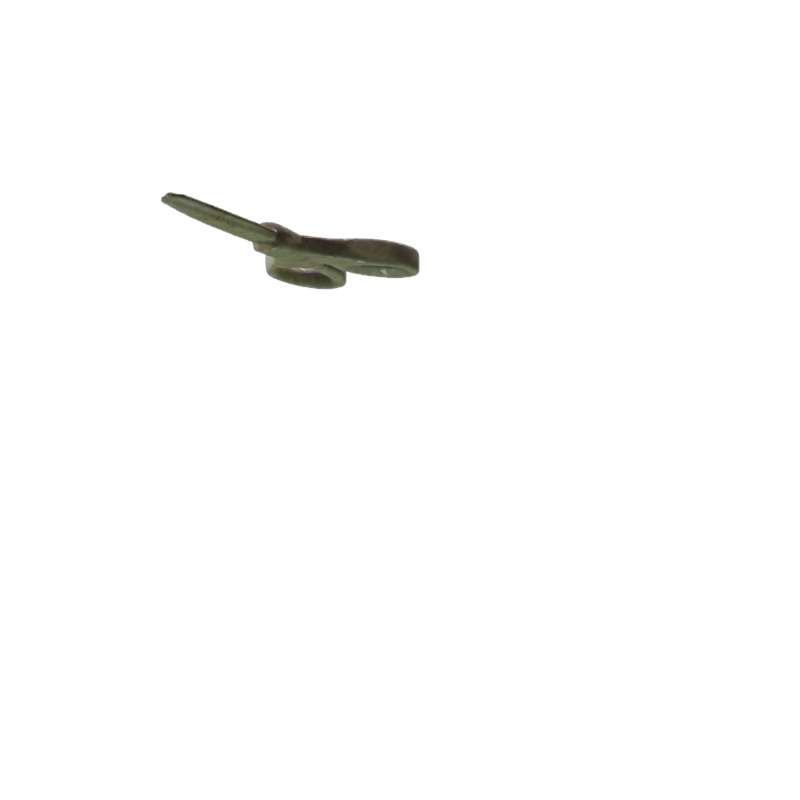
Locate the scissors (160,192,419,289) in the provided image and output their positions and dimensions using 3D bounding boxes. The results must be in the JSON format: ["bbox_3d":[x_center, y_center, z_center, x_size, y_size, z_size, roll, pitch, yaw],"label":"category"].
[{"bbox_3d":[-0.044,-0.081,0.566,0.097,0.016,0.195,-1,-4,8],"label":"scissors"}]
